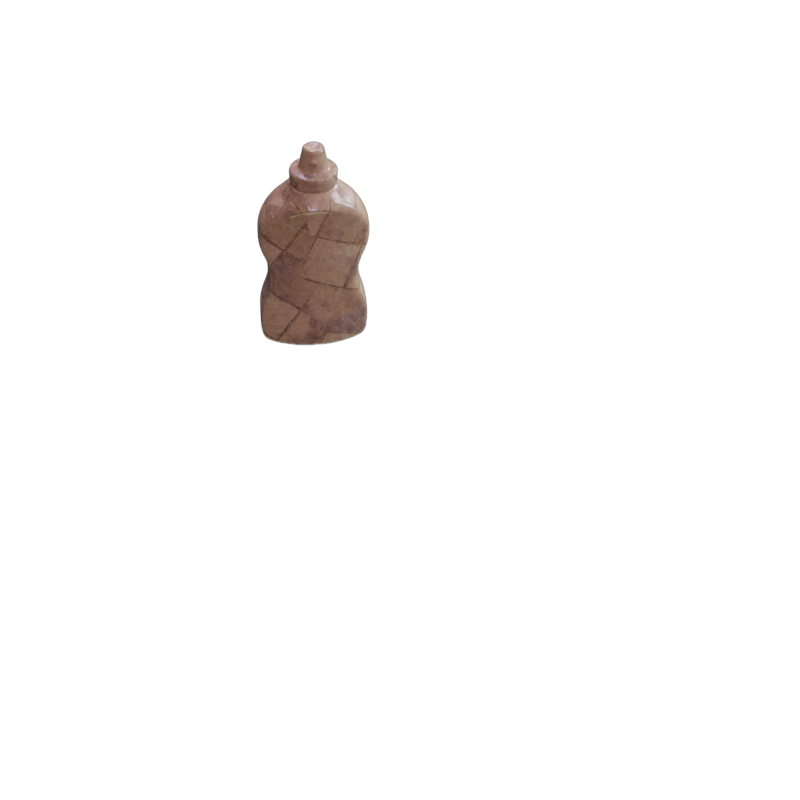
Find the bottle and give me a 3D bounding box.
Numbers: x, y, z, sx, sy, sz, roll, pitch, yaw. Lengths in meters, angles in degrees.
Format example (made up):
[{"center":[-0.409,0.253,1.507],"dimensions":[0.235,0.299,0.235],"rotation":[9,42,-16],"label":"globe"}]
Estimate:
[{"center":[-0.075,-0.137,0.959],"dimensions":[0.095,0.179,0.063],"rotation":[-2,38,-5],"label":"bottle"}]
